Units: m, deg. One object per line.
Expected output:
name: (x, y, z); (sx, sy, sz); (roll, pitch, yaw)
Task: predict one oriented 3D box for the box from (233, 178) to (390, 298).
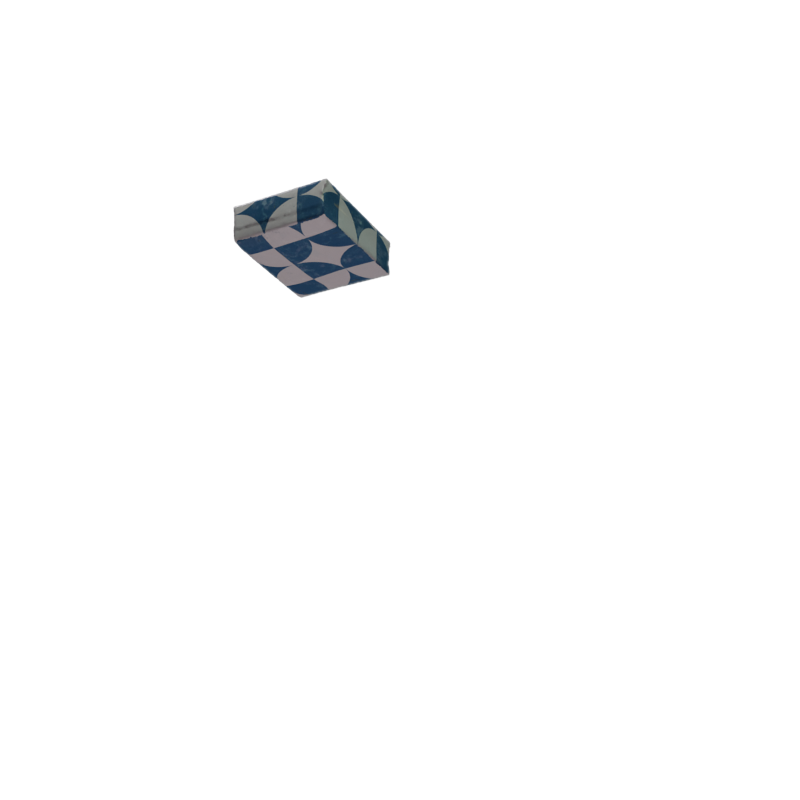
box: (-0.072, -0.131, 0.920); (0.091, 0.041, 0.105); (-13, -27, 26)
